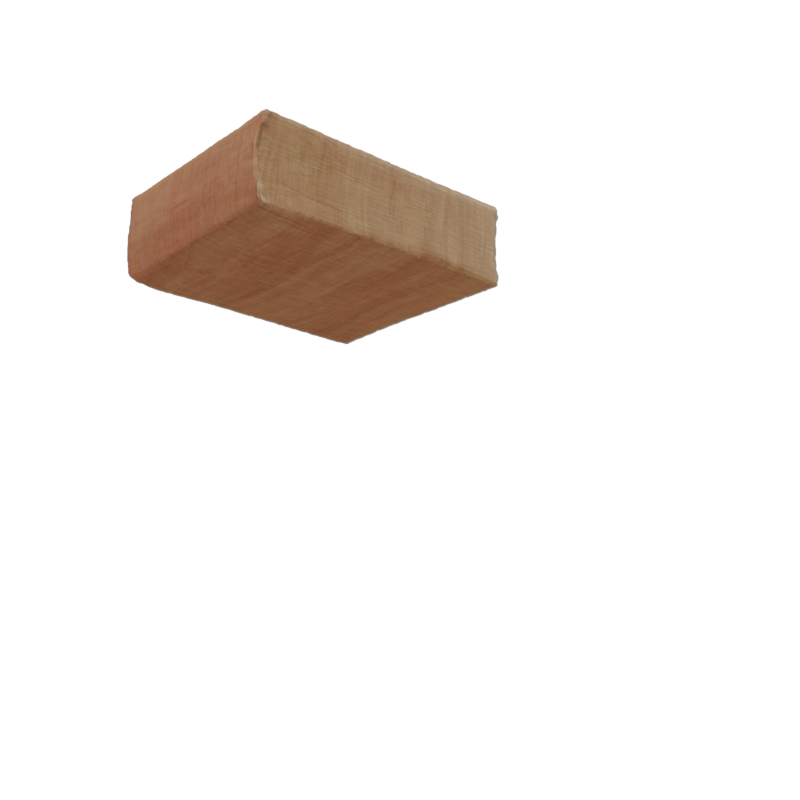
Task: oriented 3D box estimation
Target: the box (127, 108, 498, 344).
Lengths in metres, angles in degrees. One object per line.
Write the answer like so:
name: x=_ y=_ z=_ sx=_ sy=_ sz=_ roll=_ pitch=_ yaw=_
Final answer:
box: x=-0.033 y=-0.060 z=0.419 sx=0.107 sy=0.041 sz=0.090 roll=14 pitch=-23 yaw=-38
